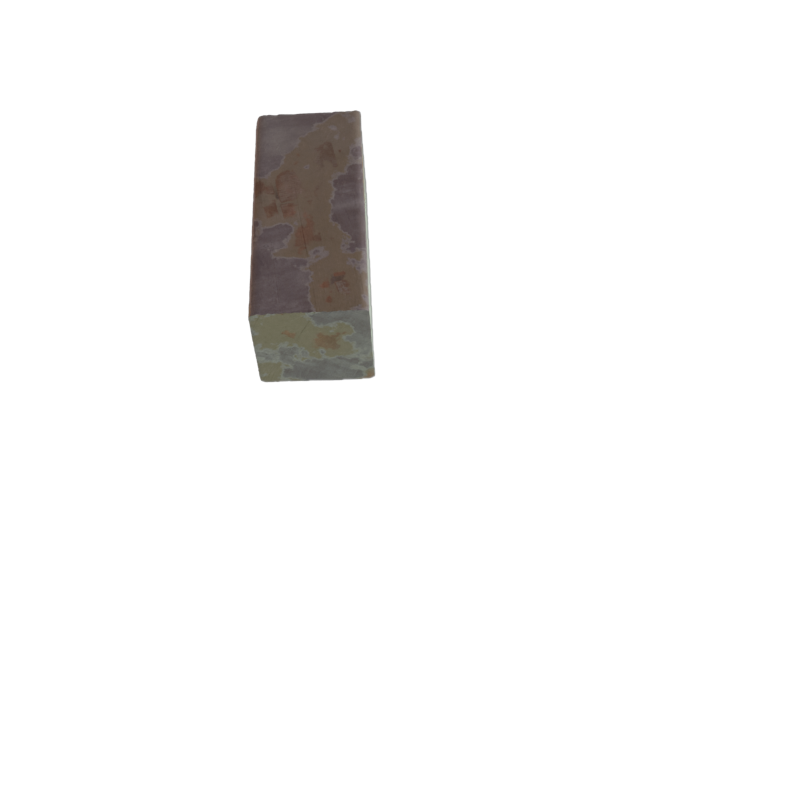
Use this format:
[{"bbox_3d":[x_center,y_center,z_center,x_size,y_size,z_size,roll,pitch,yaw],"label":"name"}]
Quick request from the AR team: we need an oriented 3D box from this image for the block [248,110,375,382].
[{"bbox_3d":[-0.070,-0.126,0.884,0.090,0.221,0.084,-3,-37,1],"label":"block"}]
